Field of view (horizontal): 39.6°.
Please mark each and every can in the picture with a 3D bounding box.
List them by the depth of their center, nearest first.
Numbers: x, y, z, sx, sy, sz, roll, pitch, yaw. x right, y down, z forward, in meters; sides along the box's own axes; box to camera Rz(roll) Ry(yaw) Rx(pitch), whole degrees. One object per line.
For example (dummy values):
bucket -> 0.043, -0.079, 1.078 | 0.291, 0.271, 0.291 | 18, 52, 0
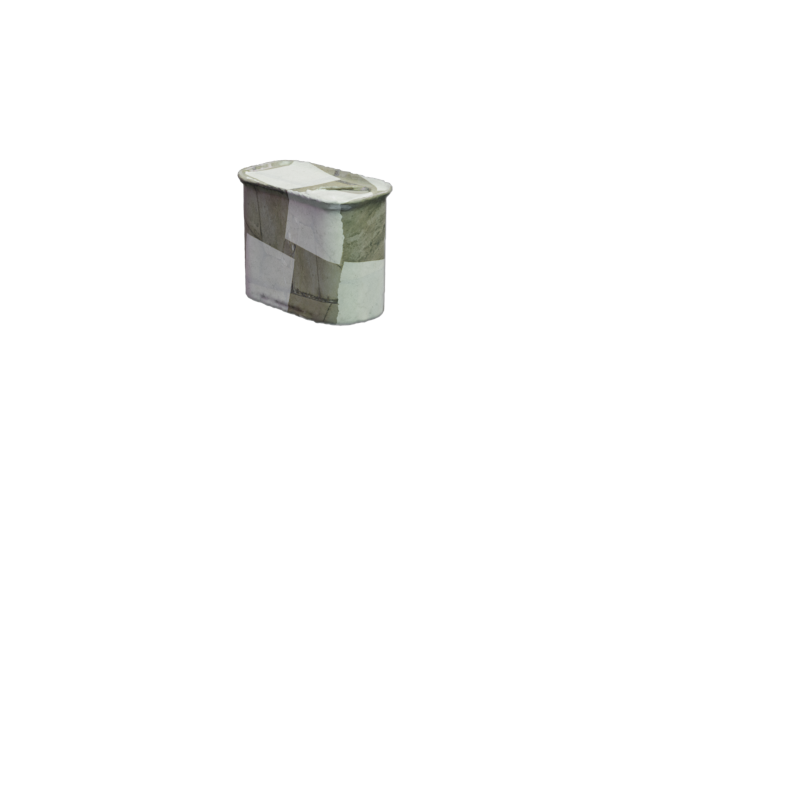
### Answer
can -> -0.055, -0.101, 0.705 | 0.108, 0.080, 0.057 | 20, 28, 38
